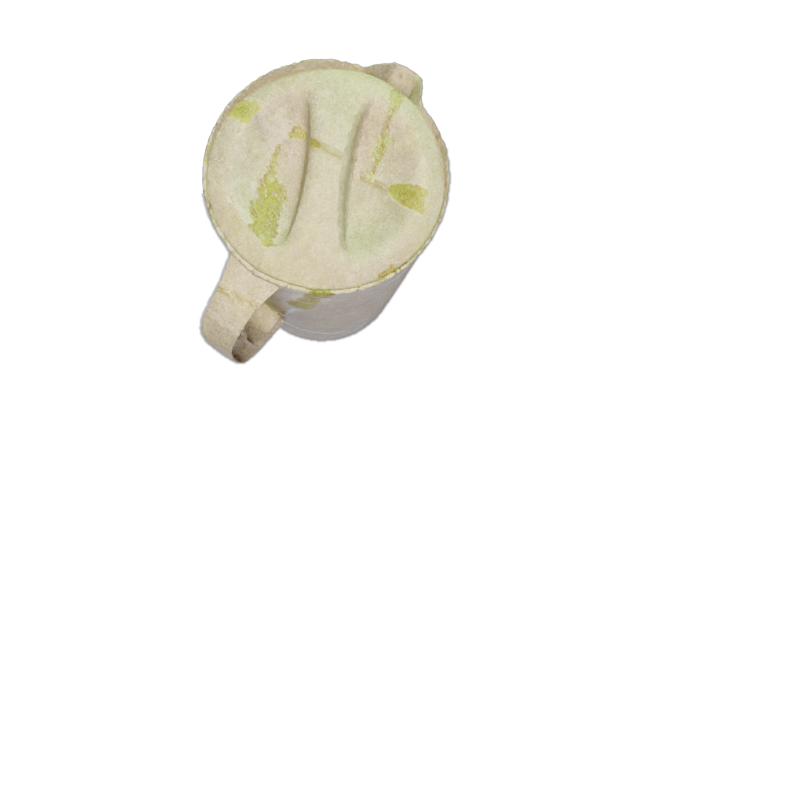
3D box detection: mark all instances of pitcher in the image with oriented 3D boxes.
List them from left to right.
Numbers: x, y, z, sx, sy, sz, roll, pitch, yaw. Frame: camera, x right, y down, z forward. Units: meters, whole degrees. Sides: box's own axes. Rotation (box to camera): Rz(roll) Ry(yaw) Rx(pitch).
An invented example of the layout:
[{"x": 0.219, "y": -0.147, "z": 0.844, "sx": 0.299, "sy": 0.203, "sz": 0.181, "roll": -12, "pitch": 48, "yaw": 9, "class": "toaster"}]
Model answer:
[{"x": -0.055, "y": -0.100, "z": 0.702, "sx": 0.148, "sy": 0.150, "sz": 0.237, "roll": -11, "pitch": -8, "yaw": -5, "class": "pitcher"}]
